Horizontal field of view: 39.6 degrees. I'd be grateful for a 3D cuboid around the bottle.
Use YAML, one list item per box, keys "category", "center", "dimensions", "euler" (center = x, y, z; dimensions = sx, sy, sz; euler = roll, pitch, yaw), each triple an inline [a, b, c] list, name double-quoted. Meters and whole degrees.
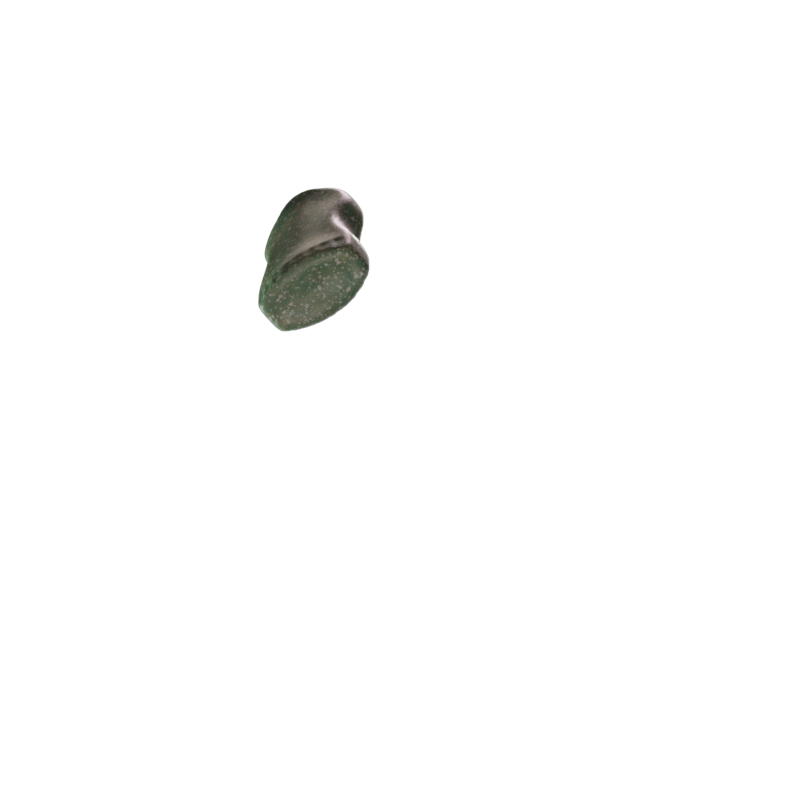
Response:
- category: "bottle"
  center: [-0.077, -0.140, 0.982]
  dimensions: [0.095, 0.055, 0.204]
  euler: [-35, 28, 16]
